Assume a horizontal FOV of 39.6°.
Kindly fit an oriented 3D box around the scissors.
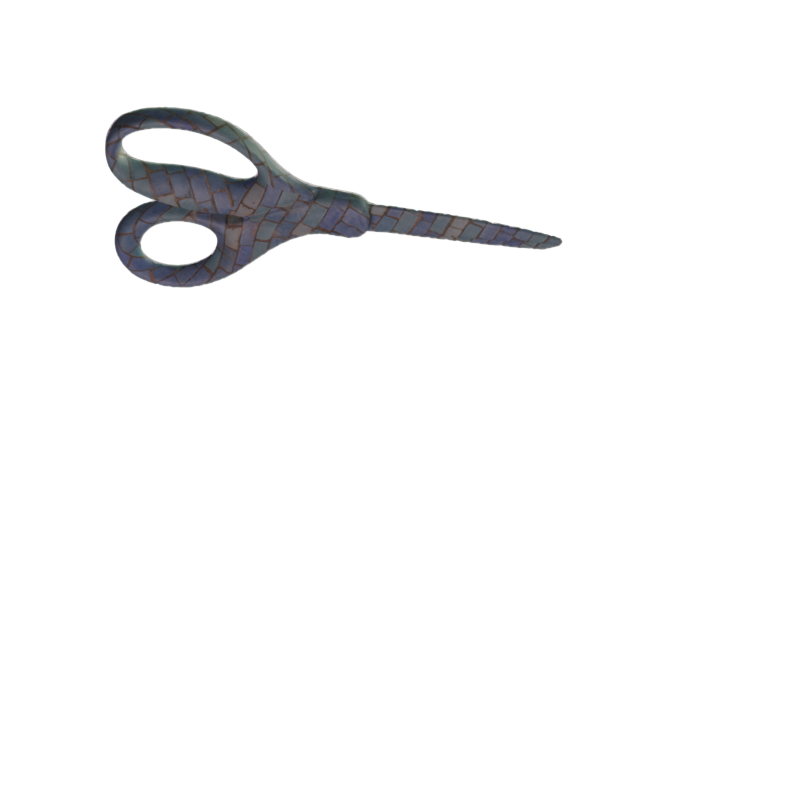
[{"bbox_3d":[-0.039,-0.070,0.492,0.195,0.093,0.017,19,38,-16],"label":"scissors"}]
